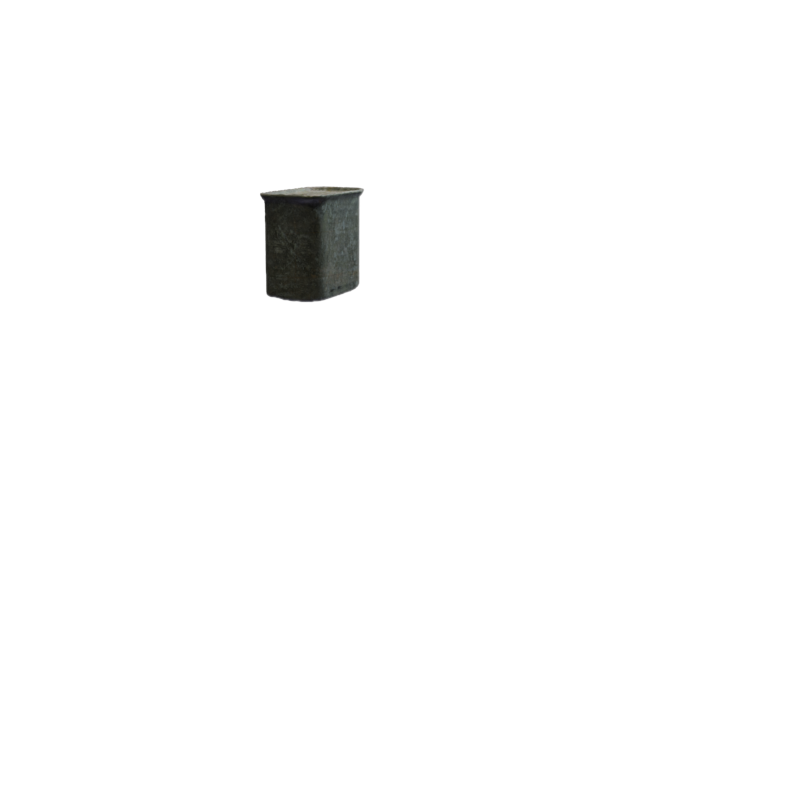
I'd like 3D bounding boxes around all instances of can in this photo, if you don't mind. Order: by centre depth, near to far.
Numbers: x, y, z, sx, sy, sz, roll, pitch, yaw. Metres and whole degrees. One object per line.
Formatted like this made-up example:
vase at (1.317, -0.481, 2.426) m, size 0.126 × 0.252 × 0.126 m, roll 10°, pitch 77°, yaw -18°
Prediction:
can at (-0.070, -0.128, 0.897) m, size 0.059 × 0.082 × 0.101 m, roll 4°, pitch 12°, yaw 22°
